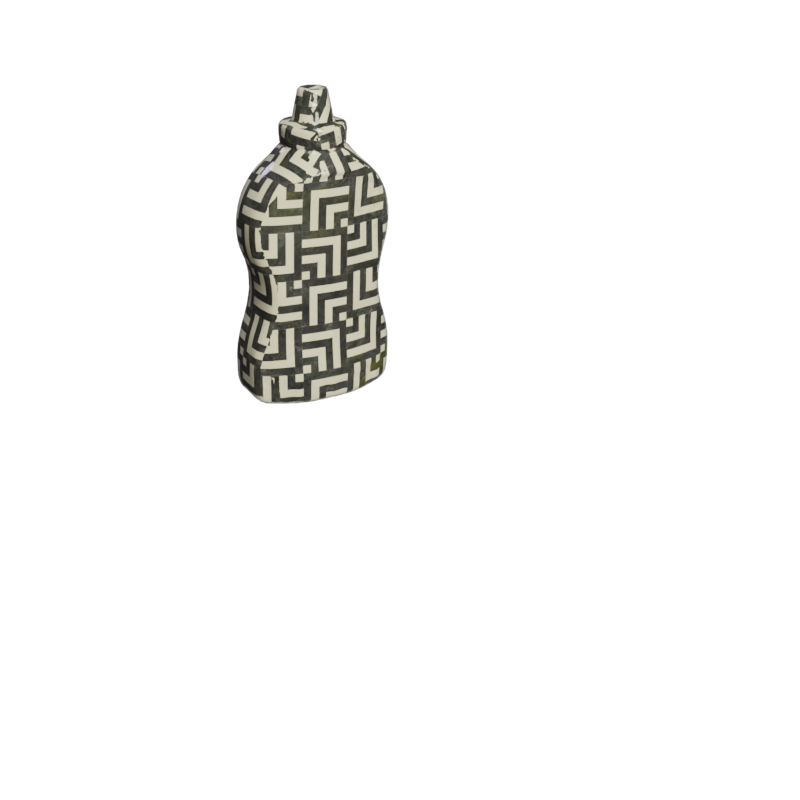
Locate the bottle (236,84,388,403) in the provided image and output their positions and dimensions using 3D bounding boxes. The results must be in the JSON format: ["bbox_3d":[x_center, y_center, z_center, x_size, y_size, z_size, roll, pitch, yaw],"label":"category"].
[{"bbox_3d":[-0.054,-0.098,0.682,0.094,0.183,0.062,-10,23,-27],"label":"bottle"}]
